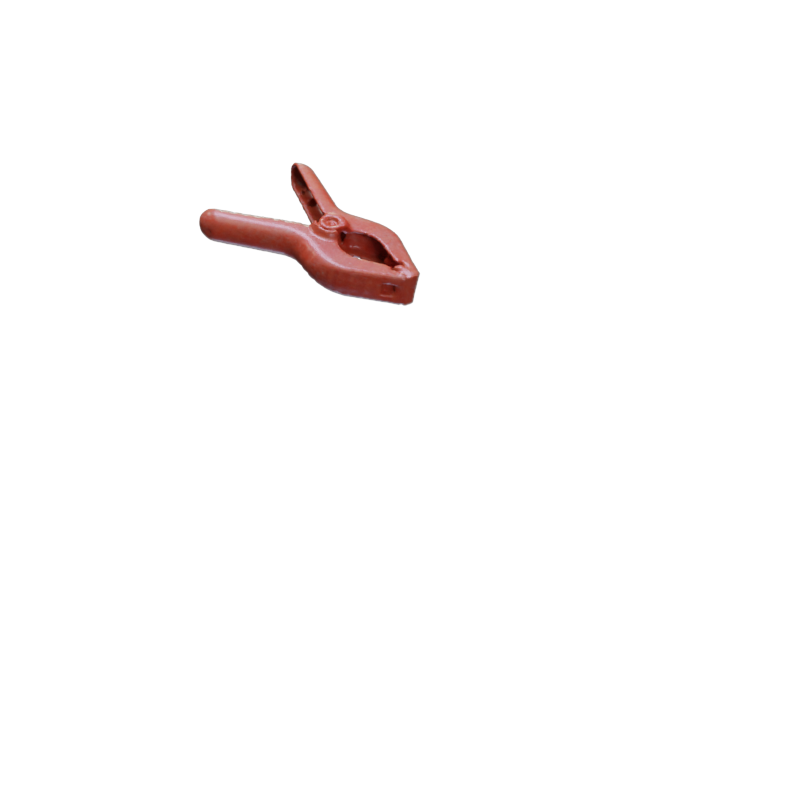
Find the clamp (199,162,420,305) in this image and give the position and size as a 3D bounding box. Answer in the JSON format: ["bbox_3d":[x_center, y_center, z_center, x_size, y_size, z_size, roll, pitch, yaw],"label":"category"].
[{"bbox_3d":[-0.066,-0.120,0.840,0.120,0.037,0.184,-31,51,-30],"label":"clamp"}]
